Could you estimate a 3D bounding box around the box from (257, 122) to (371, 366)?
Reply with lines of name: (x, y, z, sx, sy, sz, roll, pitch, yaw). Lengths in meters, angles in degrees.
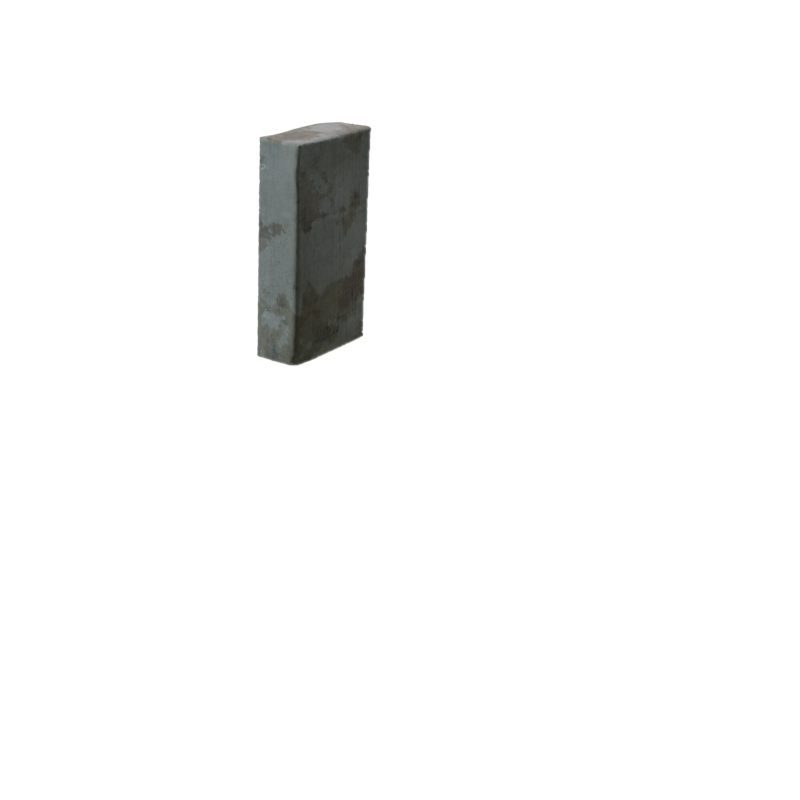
box: (-0.068, -0.123, 0.861, 0.050, 0.170, 0.092, 12, 21, 33)
